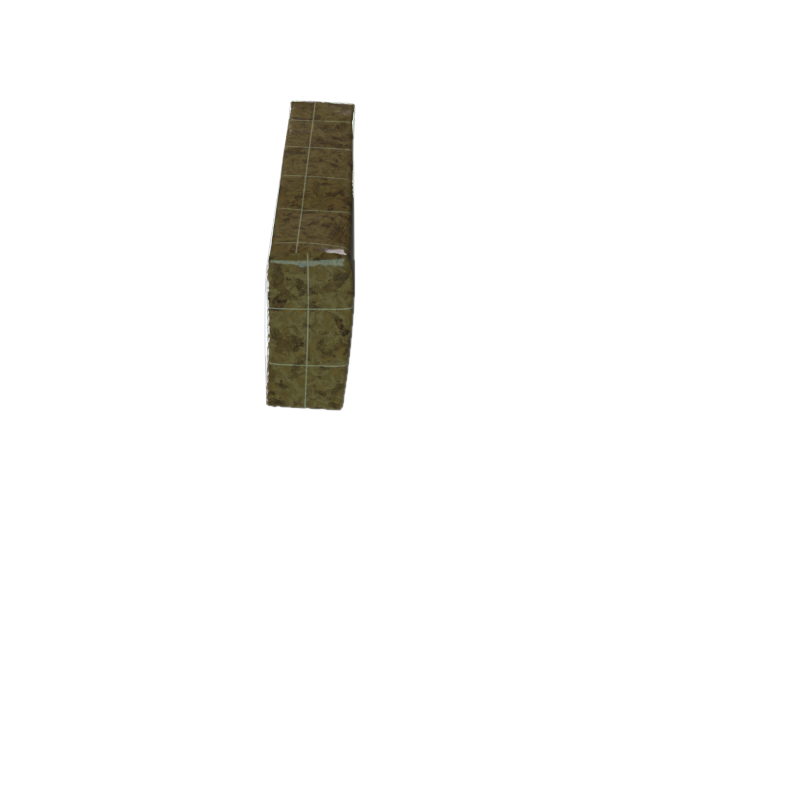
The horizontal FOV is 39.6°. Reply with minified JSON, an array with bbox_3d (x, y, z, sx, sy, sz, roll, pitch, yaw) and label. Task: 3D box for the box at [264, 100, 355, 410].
[{"bbox_3d":[-0.048,-0.087,0.610,0.048,0.088,0.188,2,36,-5],"label":"box"}]
